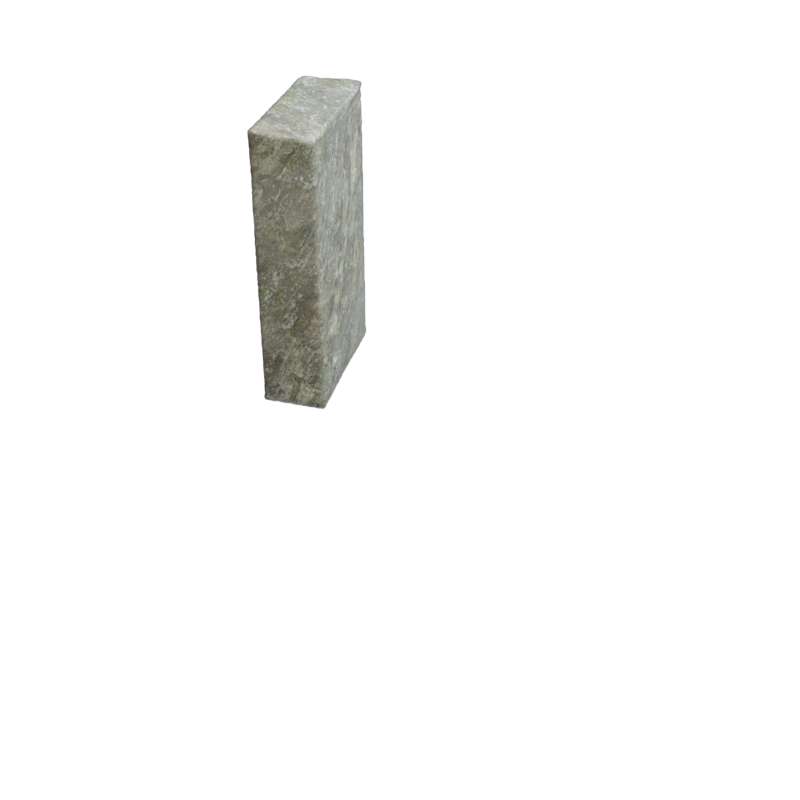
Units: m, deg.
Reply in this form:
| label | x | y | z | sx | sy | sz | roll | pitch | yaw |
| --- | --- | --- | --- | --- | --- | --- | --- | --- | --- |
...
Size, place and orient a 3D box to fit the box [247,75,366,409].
| label | x | y | z | sx | sy | sz | roll | pitch | yaw |
| --- | --- | --- | --- | --- | --- | --- | --- | --- | --- |
| box | -0.051 | -0.094 | 0.660 | 0.049 | 0.166 | 0.097 | 10 | 33 | 11 |
